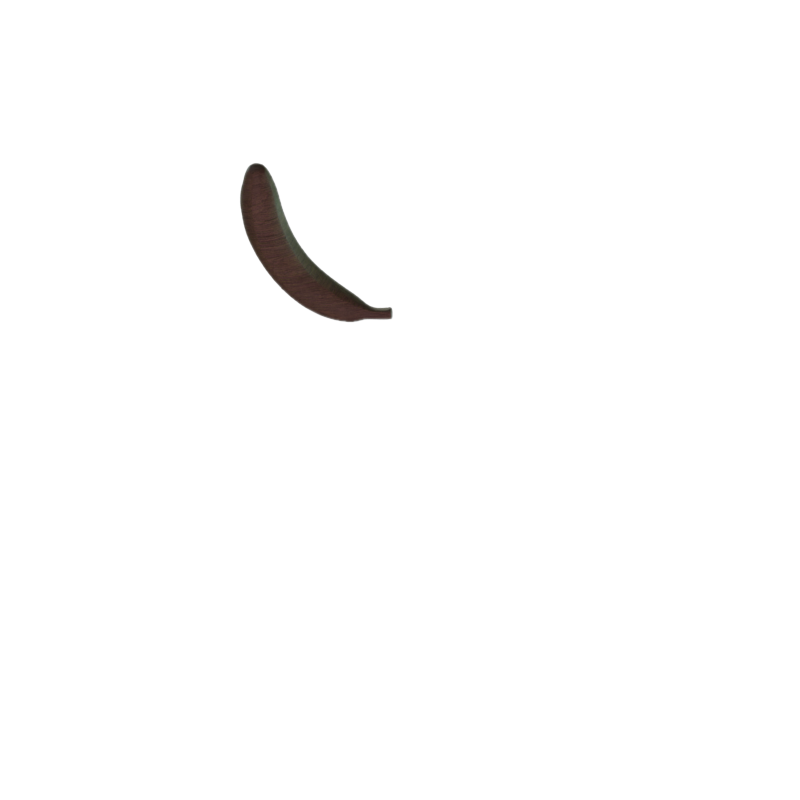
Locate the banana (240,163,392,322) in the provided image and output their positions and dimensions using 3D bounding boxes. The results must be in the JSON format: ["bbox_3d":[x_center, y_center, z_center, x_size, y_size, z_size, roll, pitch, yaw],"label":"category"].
[{"bbox_3d":[-0.089,-0.127,0.974,0.069,0.039,0.185,-31,-58,22],"label":"banana"}]
